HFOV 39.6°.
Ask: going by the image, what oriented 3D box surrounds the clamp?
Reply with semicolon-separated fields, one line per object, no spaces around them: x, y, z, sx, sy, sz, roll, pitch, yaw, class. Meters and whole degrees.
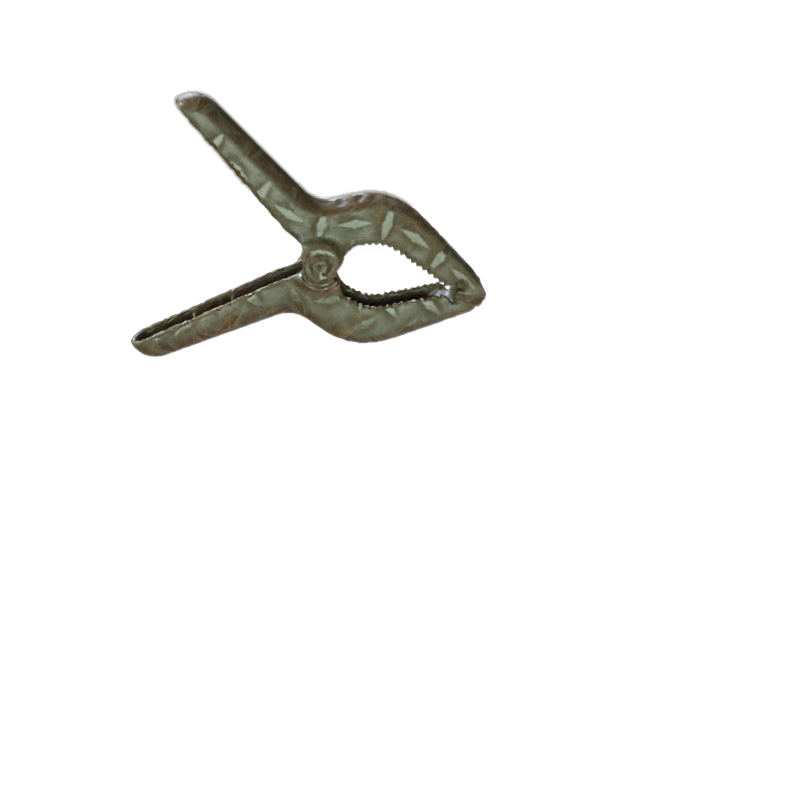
-0.052;-0.094;0.660;0.209;0.158;0.038;6;20;-2;clamp
